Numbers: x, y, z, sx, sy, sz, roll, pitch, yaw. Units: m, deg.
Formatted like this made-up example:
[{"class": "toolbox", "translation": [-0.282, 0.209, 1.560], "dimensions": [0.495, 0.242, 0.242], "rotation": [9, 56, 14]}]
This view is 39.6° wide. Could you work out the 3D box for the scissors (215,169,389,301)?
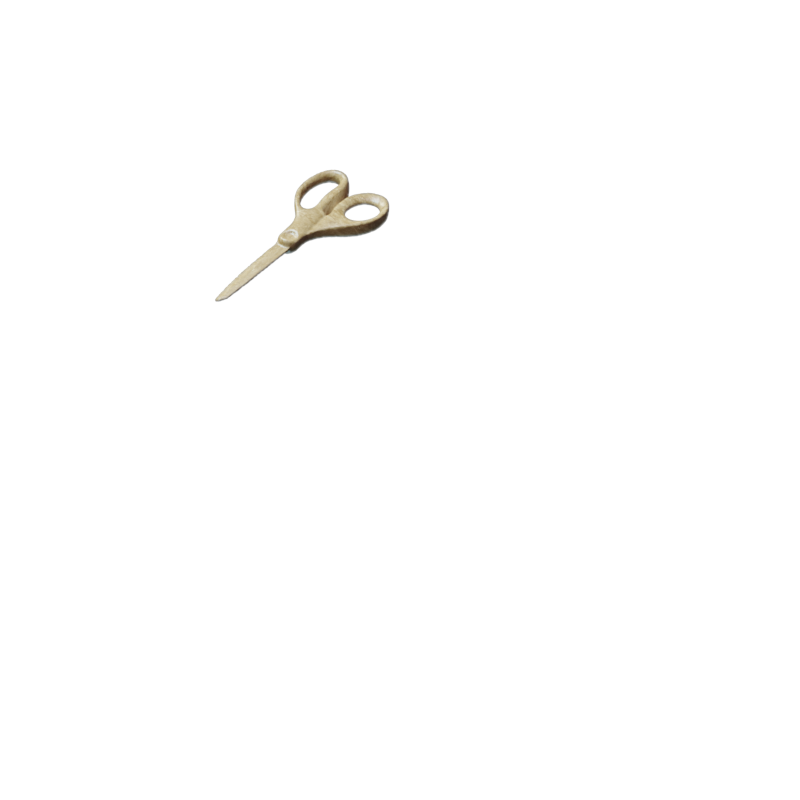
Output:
[{"class": "scissors", "translation": [-0.075, -0.137, 0.961], "dimensions": [0.099, 0.015, 0.211], "rotation": [12, 45, 13]}]
